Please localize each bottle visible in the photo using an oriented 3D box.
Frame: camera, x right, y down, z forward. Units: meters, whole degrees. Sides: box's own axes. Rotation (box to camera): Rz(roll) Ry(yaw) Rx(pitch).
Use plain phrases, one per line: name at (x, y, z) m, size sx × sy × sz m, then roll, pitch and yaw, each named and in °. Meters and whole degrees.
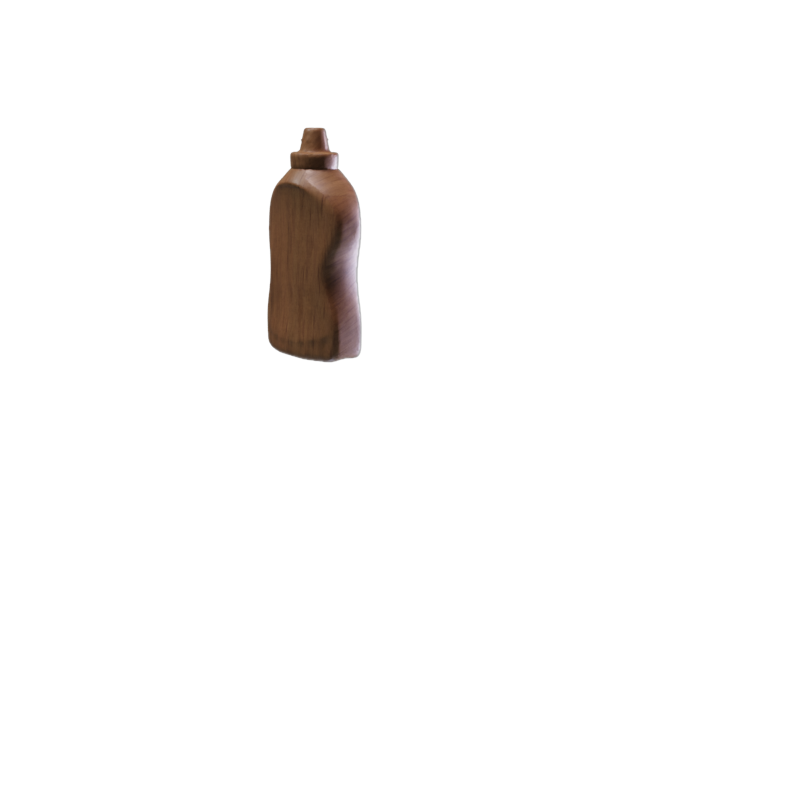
bottle at (-0.073, -0.134, 0.939) m, size 0.057 × 0.188 × 0.101 m, roll -6°, pitch 11°, yaw -38°
